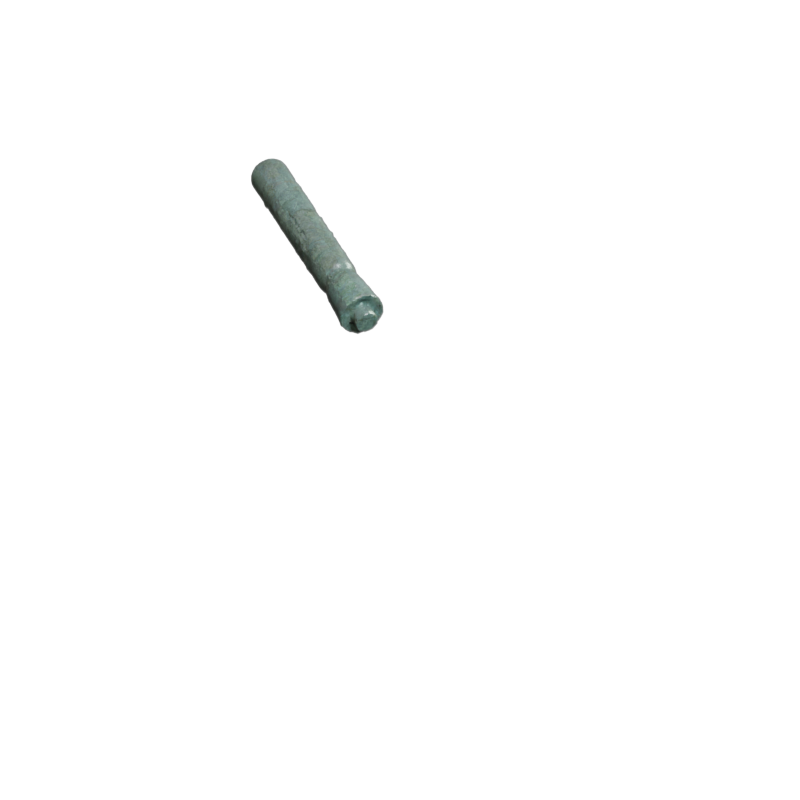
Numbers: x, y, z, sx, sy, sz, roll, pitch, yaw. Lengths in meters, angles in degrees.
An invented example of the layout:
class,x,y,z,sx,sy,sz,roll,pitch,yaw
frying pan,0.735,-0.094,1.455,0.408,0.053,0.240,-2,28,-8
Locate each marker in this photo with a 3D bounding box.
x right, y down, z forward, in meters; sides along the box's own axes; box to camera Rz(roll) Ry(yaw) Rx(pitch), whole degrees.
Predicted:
class,x,y,z,sx,sy,sz,roll,pitch,yaw
marker,-0.038,-0.069,0.484,0.019,0.019,0.131,-2,37,-27
